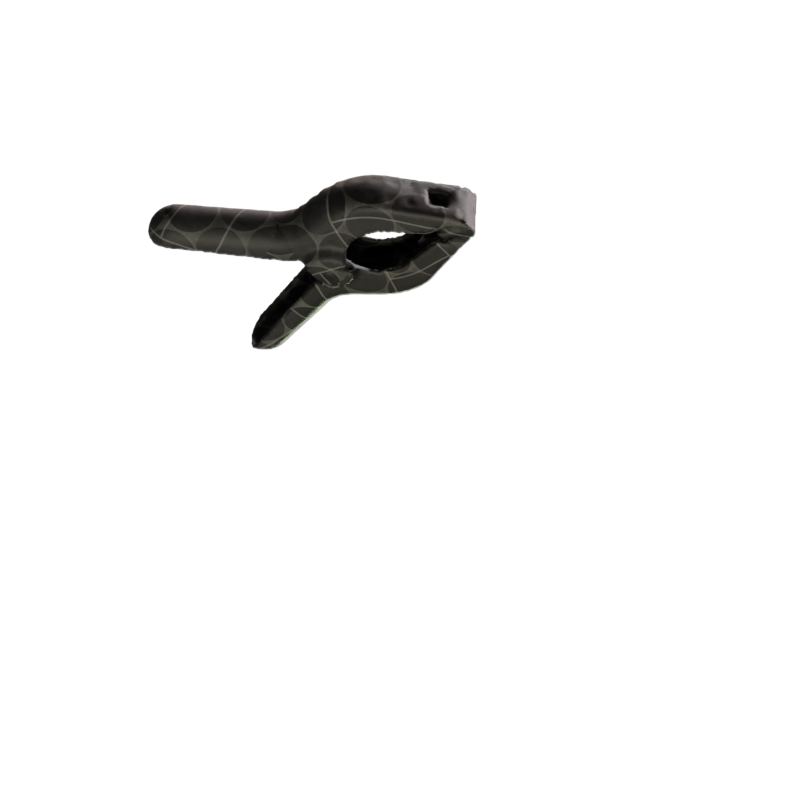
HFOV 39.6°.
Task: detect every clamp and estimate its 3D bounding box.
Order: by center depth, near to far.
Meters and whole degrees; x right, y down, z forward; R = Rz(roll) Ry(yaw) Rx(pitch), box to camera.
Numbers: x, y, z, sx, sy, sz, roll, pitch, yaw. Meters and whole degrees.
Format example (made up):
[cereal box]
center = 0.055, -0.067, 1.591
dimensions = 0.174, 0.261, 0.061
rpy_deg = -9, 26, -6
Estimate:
[clamp]
center = -0.046, -0.084, 0.591
dimensions = 0.173, 0.042, 0.111
rpy_deg = -21, -37, 30
